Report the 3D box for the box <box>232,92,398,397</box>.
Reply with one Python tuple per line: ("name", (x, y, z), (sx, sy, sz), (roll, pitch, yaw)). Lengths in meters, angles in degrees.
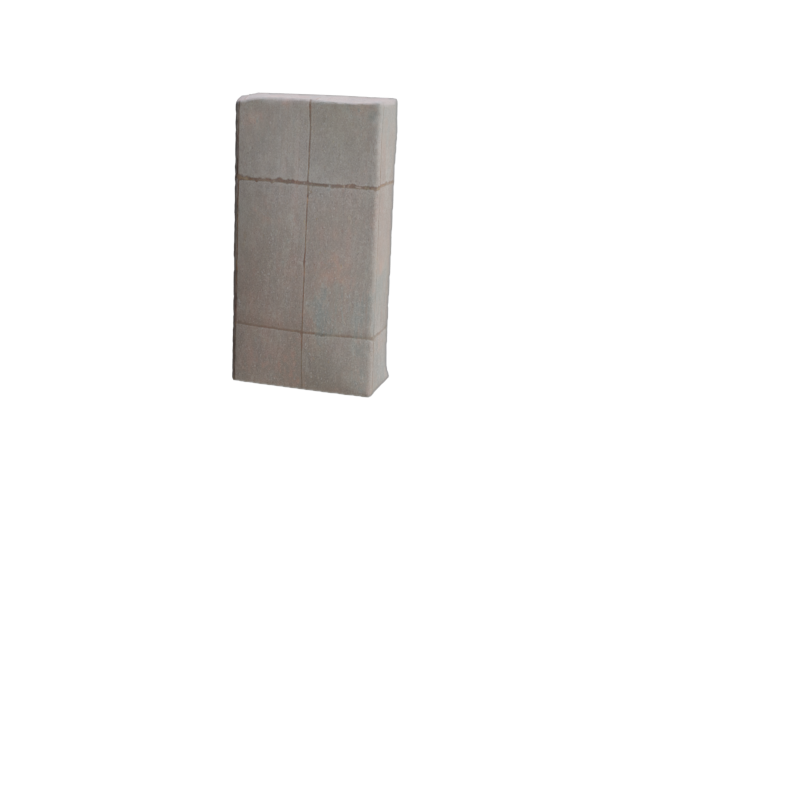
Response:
("box", (-0.053, -0.096, 0.672), (0.096, 0.171, 0.048), (5, 14, 17))
